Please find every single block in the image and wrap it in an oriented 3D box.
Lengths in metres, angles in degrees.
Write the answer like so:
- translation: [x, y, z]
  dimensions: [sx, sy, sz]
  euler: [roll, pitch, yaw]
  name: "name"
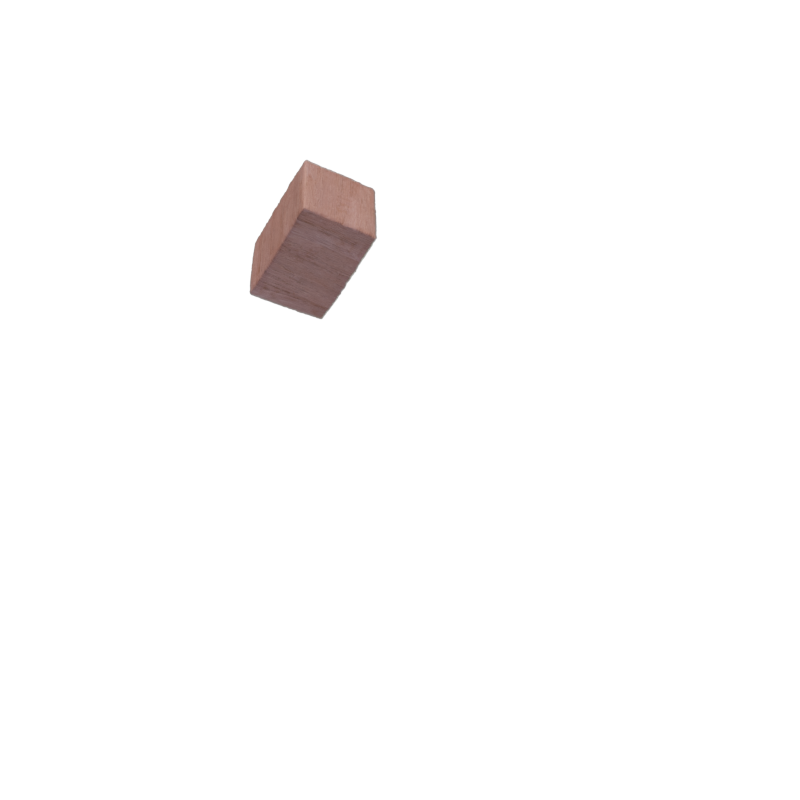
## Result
- translation: [-0.055, -0.100, 0.703]
  dimensions: [0.051, 0.055, 0.075]
  euler: [22, -53, -21]
  name: "block"
